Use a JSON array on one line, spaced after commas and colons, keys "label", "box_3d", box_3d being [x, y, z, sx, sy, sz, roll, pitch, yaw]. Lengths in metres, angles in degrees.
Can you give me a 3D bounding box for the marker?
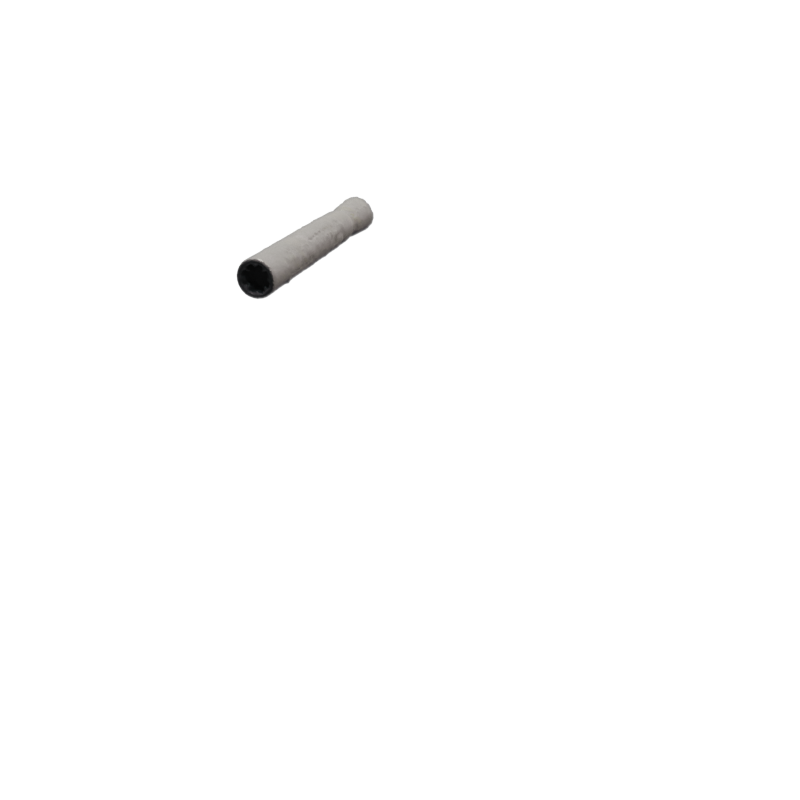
[{"label": "marker", "box_3d": [-0.042, -0.076, 0.532, 0.020, 0.019, 0.123, 1, 23, 22]}]
